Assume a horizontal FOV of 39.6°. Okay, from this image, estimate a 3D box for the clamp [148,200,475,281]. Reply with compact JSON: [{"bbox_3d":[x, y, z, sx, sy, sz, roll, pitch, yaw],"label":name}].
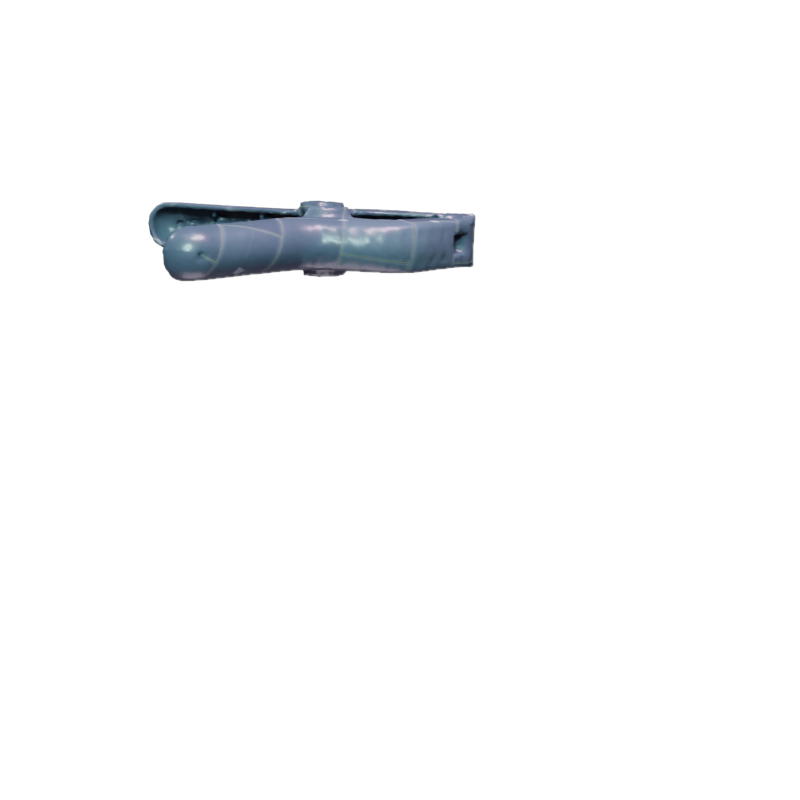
[{"bbox_3d":[-0.043,-0.078,0.549,0.171,0.038,0.126,-2,21,-4],"label":"clamp"}]
